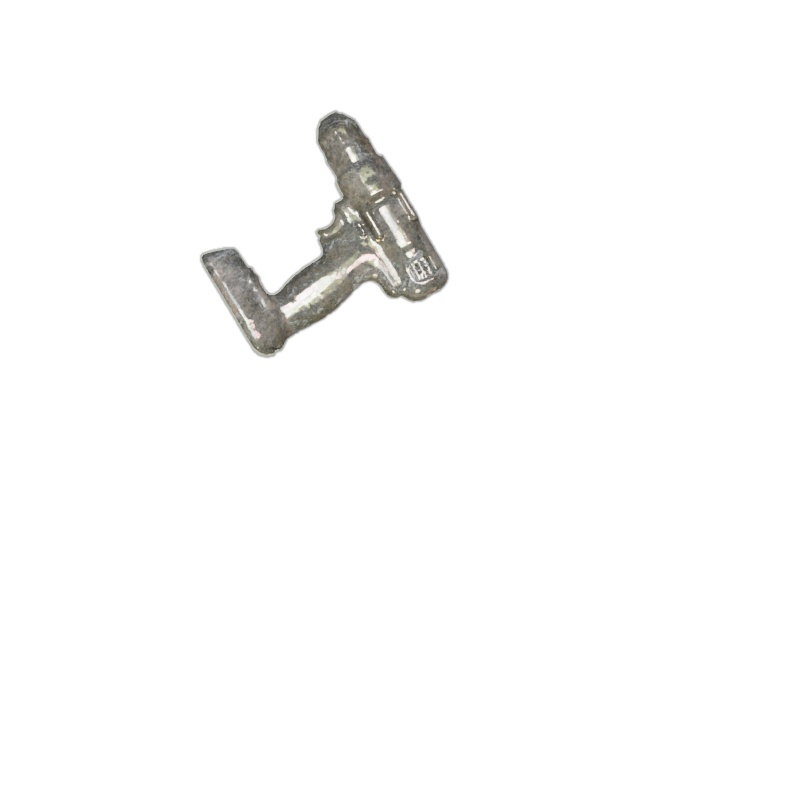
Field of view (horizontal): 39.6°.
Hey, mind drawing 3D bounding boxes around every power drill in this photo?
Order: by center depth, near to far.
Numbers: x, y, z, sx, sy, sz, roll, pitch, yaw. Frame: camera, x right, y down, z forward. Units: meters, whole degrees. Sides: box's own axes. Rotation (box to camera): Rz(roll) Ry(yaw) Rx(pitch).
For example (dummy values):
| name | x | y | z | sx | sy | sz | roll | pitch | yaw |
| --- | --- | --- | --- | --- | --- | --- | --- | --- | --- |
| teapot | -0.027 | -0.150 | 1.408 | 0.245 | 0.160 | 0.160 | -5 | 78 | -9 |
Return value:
| name | x | y | z | sx | sy | sz | roll | pitch | yaw |
| --- | --- | --- | --- | --- | --- | --- | --- | --- | --- |
| power drill | -0.076 | -0.138 | 0.969 | 0.187 | 0.189 | 0.056 | -30 | -8 | -5 |
